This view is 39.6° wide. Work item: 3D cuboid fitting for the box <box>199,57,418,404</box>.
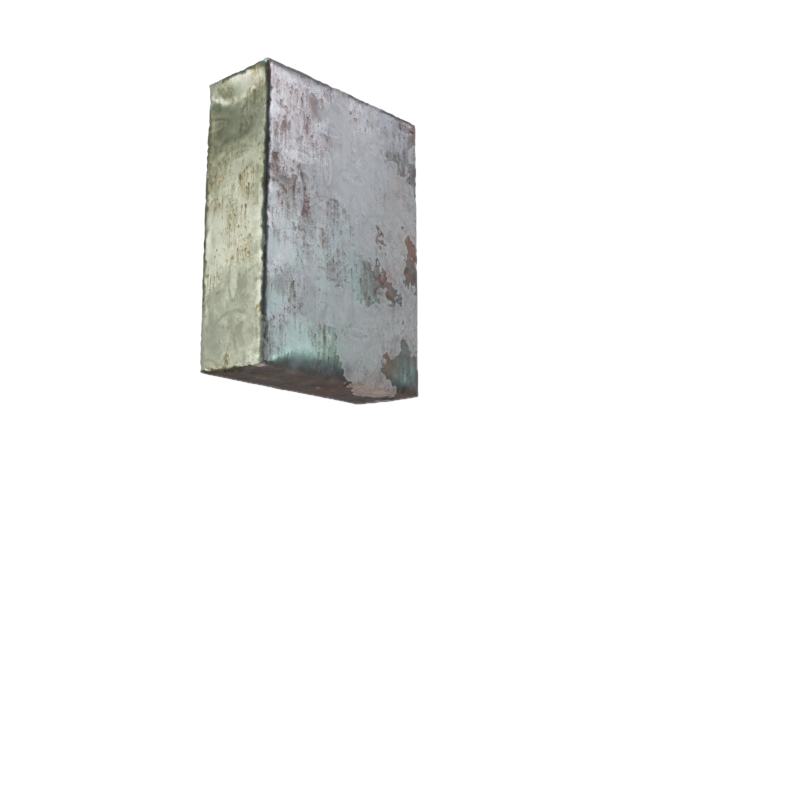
[{"bbox_3d":[-0.062,-0.113,0.793,0.073,0.222,0.155,-14,-19,39],"label":"box"}]
